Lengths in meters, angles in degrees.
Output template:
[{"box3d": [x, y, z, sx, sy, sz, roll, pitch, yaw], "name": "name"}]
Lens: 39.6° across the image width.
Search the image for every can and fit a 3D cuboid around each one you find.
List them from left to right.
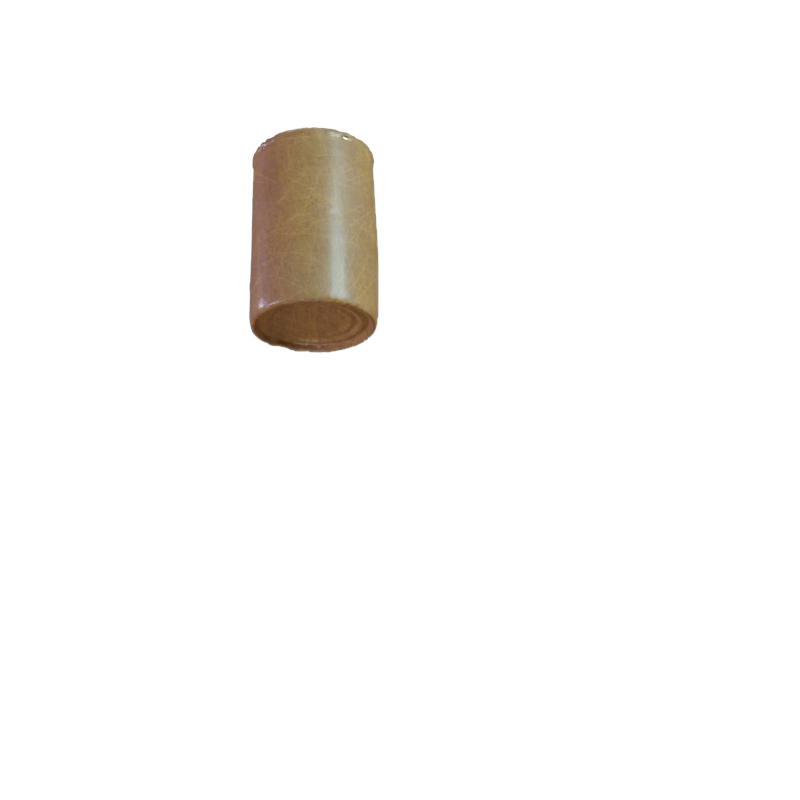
[{"box3d": [-0.046, -0.085, 0.593, 0.068, 0.108, 0.065, 0, -26, -2], "name": "can"}]
